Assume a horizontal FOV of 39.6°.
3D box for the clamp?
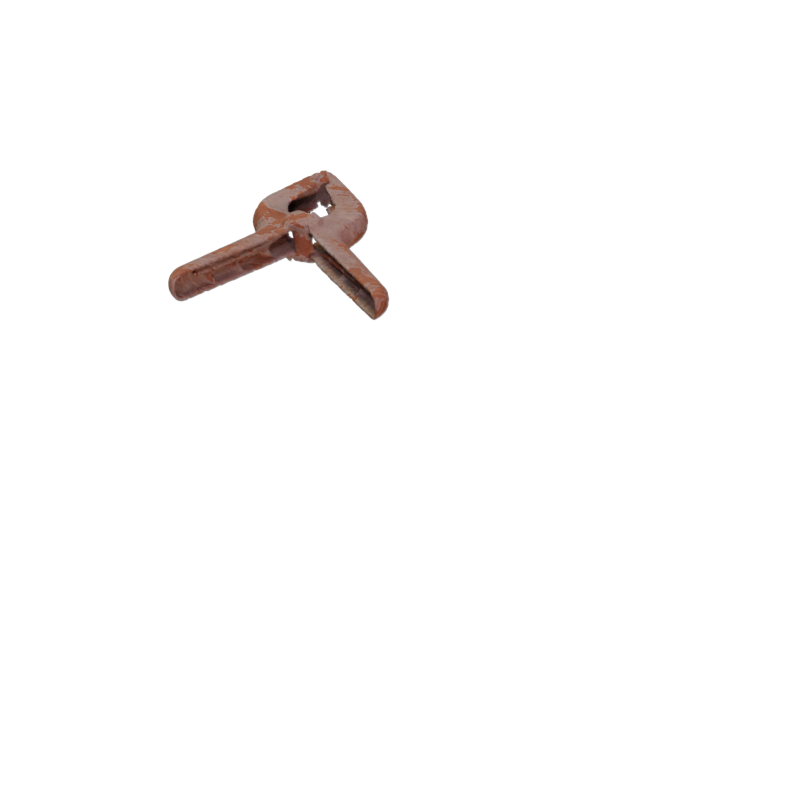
[{"bbox_3d":[-0.069,-0.126,0.883,0.169,0.034,0.218,9,35,13],"label":"clamp"}]
